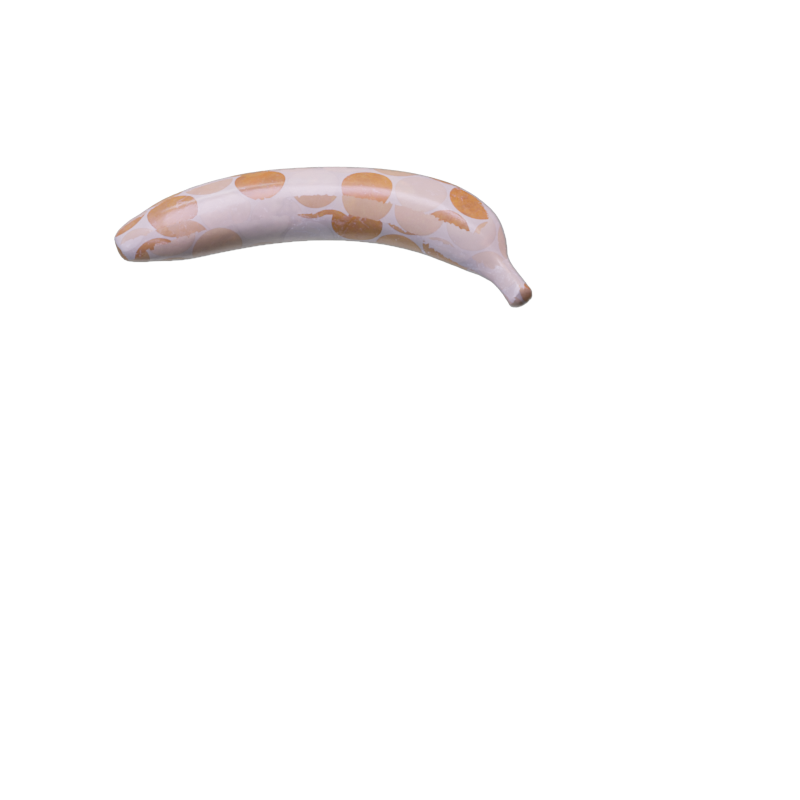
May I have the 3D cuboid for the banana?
[{"bbox_3d":[-0.035,-0.086,0.536,0.200,0.034,0.074,6,39,7],"label":"banana"}]
